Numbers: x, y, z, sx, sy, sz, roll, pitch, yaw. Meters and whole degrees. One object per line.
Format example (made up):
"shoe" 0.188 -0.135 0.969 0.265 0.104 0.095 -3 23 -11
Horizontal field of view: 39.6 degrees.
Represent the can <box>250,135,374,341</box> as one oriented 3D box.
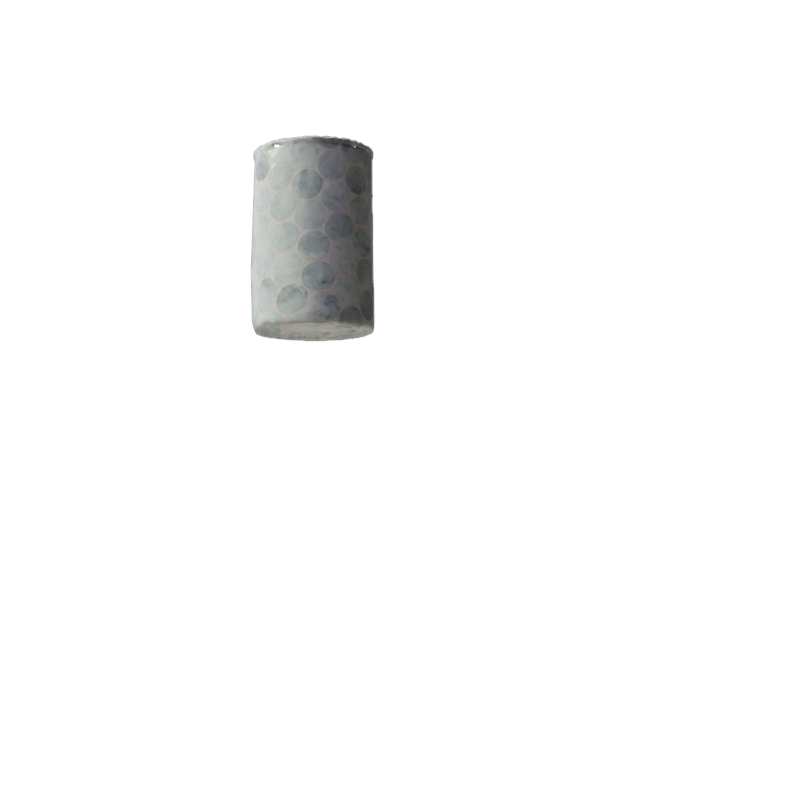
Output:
"can" -0.048 -0.088 0.614 0.068 0.105 0.067 0 -11 -2
